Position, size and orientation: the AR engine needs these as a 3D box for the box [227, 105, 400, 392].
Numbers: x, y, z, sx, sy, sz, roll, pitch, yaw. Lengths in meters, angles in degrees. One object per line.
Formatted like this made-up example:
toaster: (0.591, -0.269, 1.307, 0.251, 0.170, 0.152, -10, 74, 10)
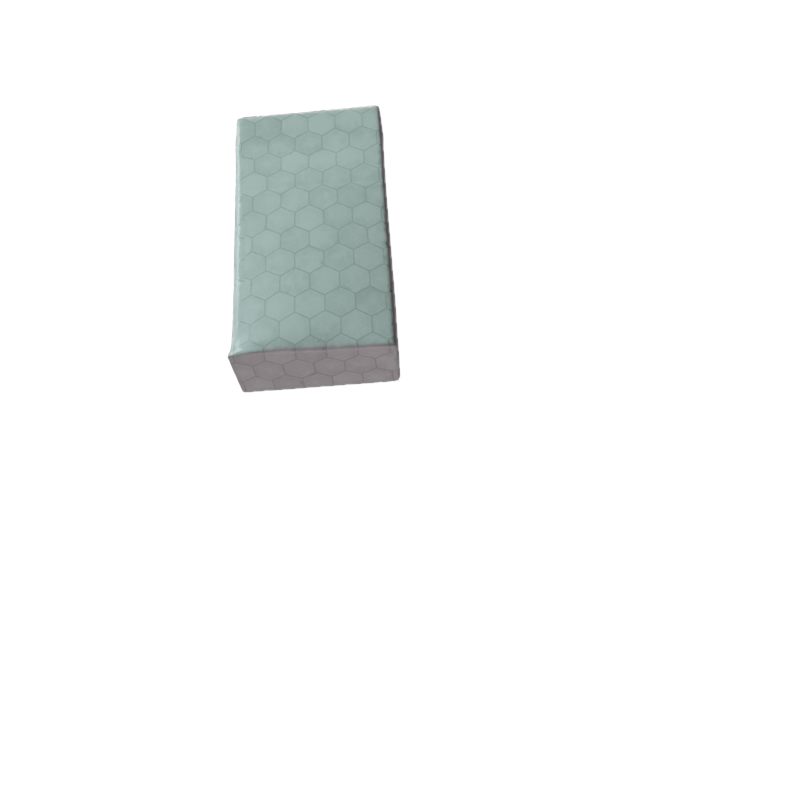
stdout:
box: (-0.051, -0.094, 0.660, 0.094, 0.189, 0.045, -5, -35, 4)
